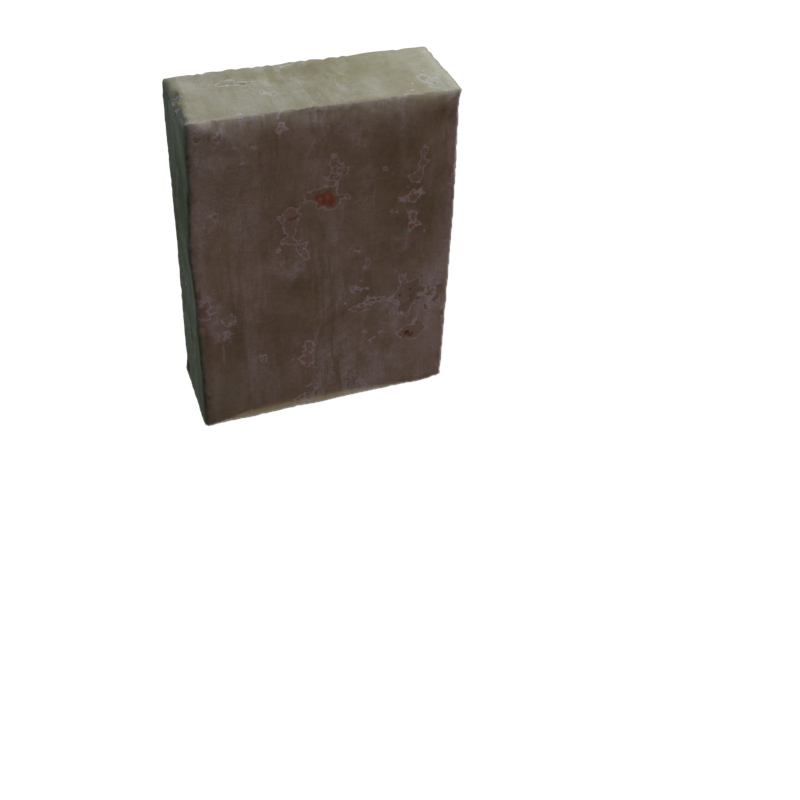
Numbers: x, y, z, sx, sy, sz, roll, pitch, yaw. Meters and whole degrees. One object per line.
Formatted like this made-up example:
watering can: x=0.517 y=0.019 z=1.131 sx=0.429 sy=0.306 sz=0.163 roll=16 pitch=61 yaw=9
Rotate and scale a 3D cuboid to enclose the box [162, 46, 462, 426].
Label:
box: x=-0.053 y=-0.097 z=0.682 sx=0.162 sy=0.200 sz=0.078 roll=-10 pitch=38 yaw=-16
